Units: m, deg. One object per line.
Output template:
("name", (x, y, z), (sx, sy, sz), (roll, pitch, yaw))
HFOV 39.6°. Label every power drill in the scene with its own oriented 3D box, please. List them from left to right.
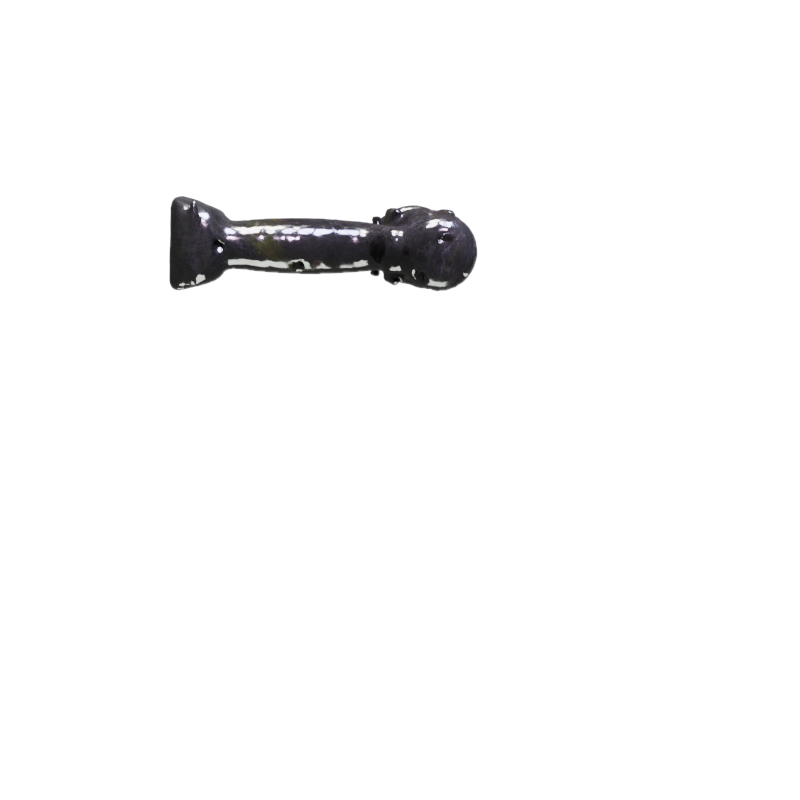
("power drill", (-0.057, -0.103, 0.724), (0.186, 0.057, 0.188), (-1, 8, -8))
